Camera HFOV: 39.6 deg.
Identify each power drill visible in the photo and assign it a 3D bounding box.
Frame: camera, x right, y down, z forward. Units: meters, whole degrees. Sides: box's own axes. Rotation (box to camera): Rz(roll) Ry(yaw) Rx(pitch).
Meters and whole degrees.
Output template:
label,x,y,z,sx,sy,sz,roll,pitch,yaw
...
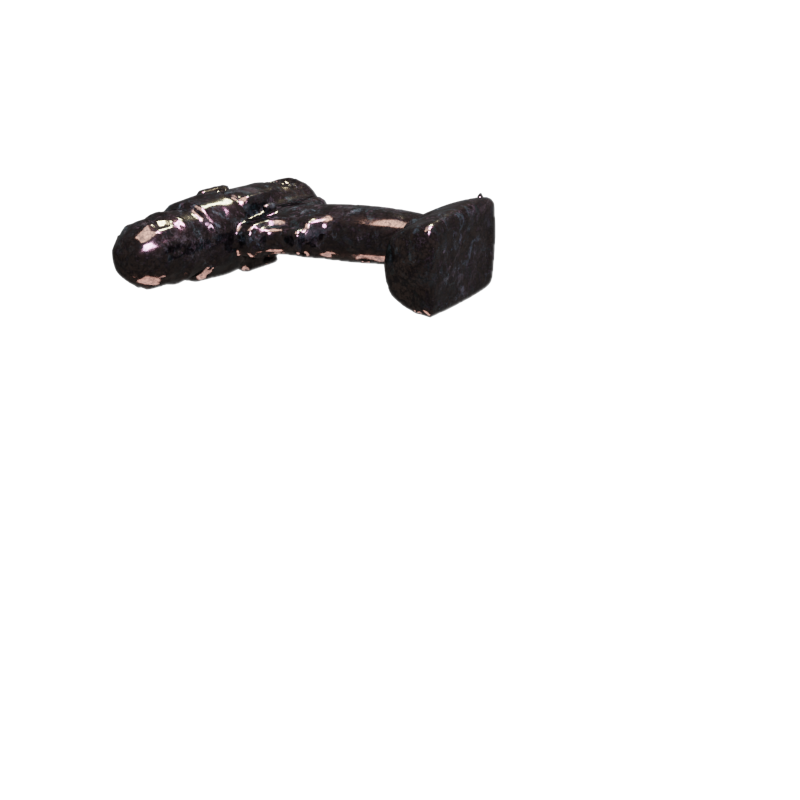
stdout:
label,x,y,z,sx,sy,sz,roll,pitch,yaw
power drill,-0.052,-0.094,0.660,0.196,0.055,0.184,12,24,27
